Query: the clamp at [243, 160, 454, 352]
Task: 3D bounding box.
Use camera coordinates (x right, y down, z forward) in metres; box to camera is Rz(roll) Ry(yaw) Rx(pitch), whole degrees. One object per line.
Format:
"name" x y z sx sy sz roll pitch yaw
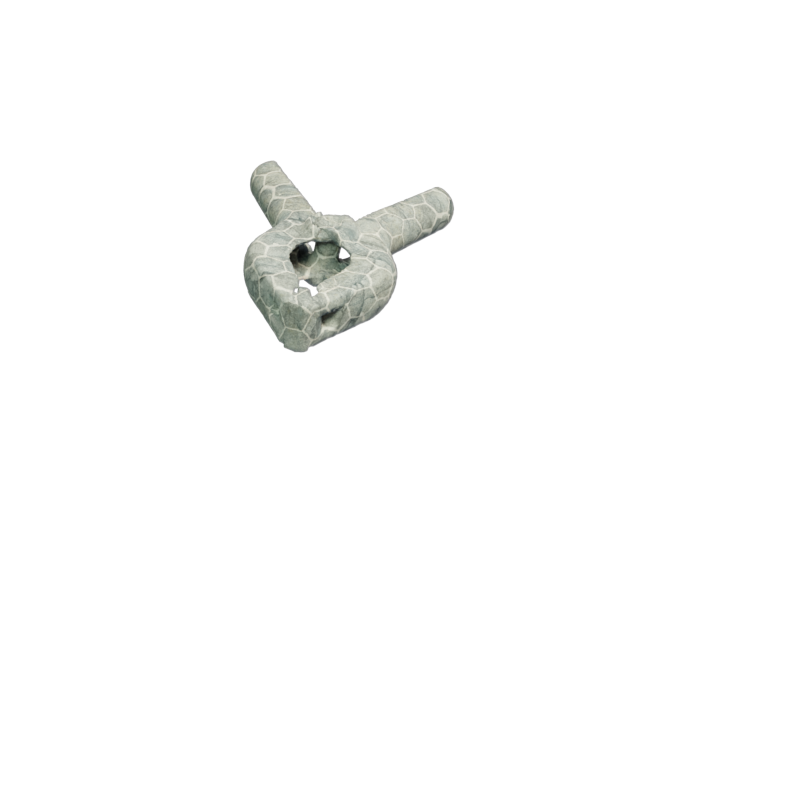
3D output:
"clamp" -0.047 -0.086 0.600 0.123 0.037 0.177 9 31 15
